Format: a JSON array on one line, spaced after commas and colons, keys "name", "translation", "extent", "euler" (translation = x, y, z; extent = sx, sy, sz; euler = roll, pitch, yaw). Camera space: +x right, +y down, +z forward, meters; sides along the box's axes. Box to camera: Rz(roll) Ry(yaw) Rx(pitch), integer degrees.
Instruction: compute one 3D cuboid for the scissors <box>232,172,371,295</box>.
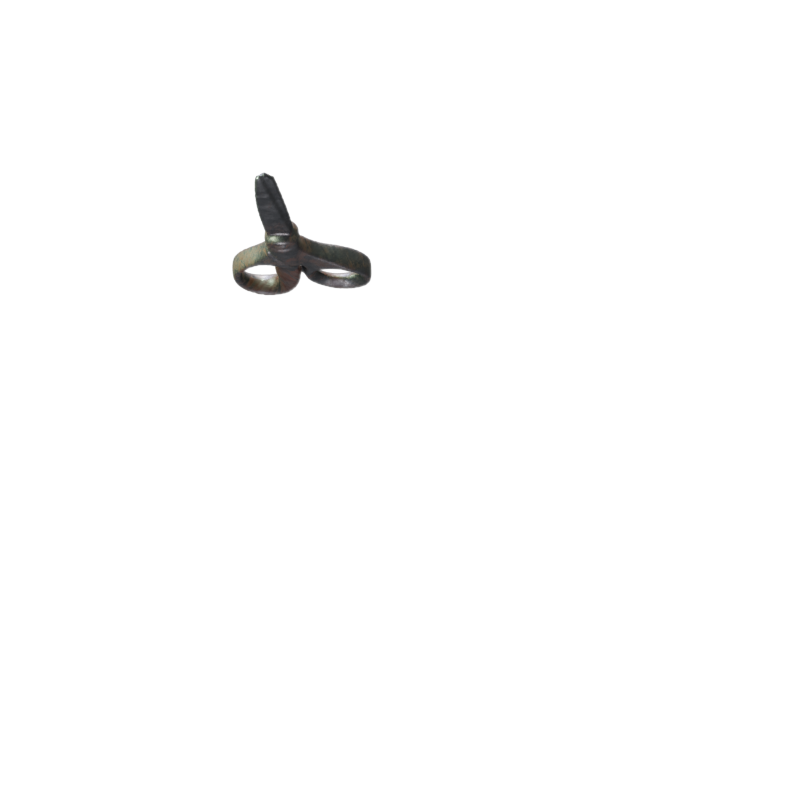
[{"name": "scissors", "translation": [-0.050, -0.091, 0.638], "extent": [0.094, 0.016, 0.199], "euler": [2, -10, -15]}]
